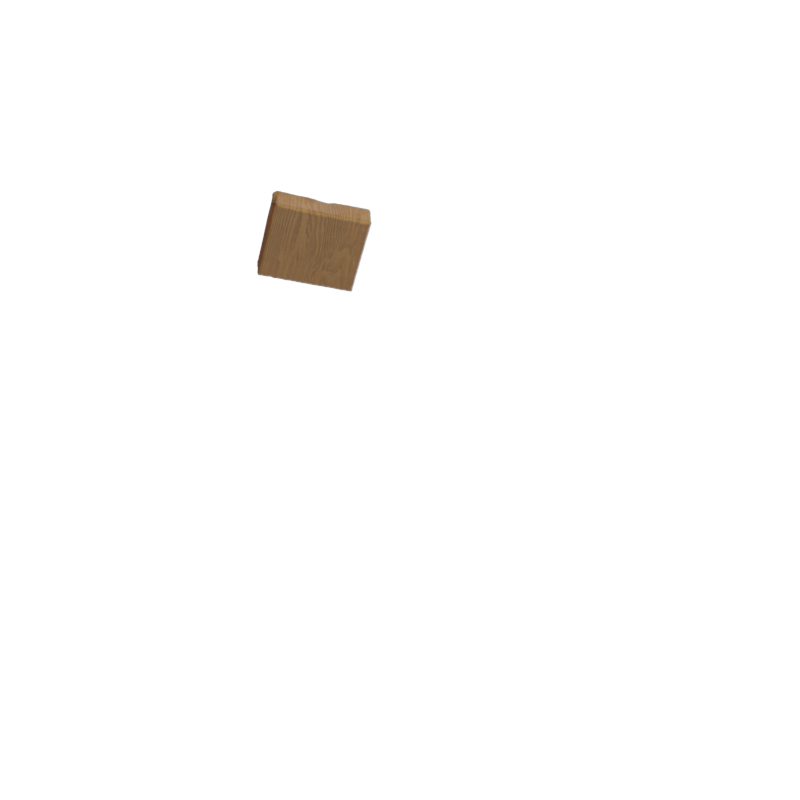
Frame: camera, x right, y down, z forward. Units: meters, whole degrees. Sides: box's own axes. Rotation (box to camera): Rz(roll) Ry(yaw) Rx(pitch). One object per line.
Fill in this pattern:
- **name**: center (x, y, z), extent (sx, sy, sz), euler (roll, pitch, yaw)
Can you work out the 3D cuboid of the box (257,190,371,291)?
- **box**: center (-0.077, -0.140, 0.982), extent (0.088, 0.069, 0.032), euler (11, 31, -7)
